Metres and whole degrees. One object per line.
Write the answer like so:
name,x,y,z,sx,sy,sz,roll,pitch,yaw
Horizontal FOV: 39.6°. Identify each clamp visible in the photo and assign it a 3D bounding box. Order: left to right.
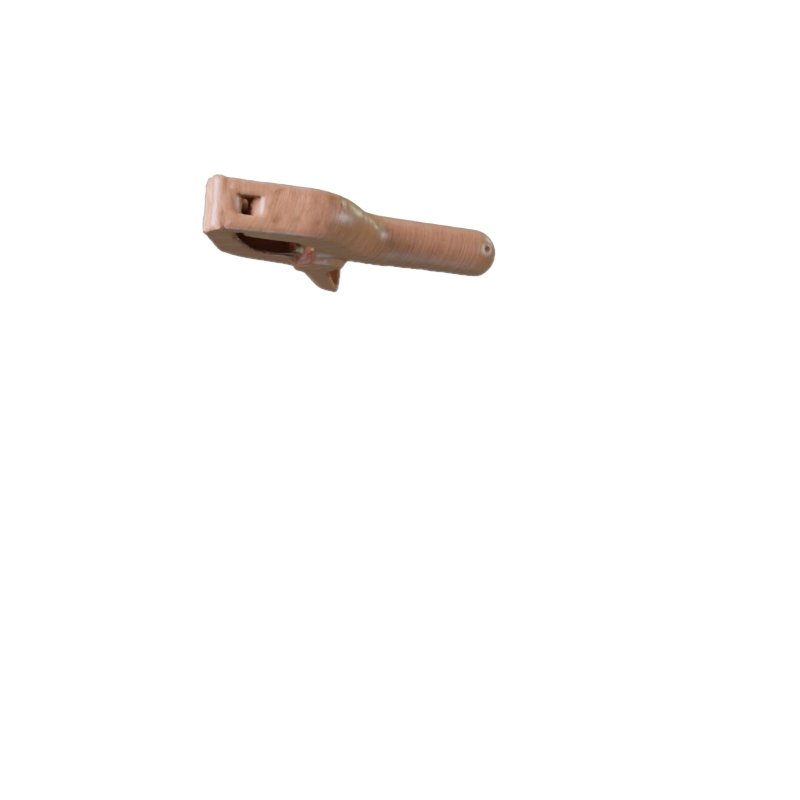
clamp,-0.046,-0.084,0.589,0.162,0.041,0.122,11,-16,-42
